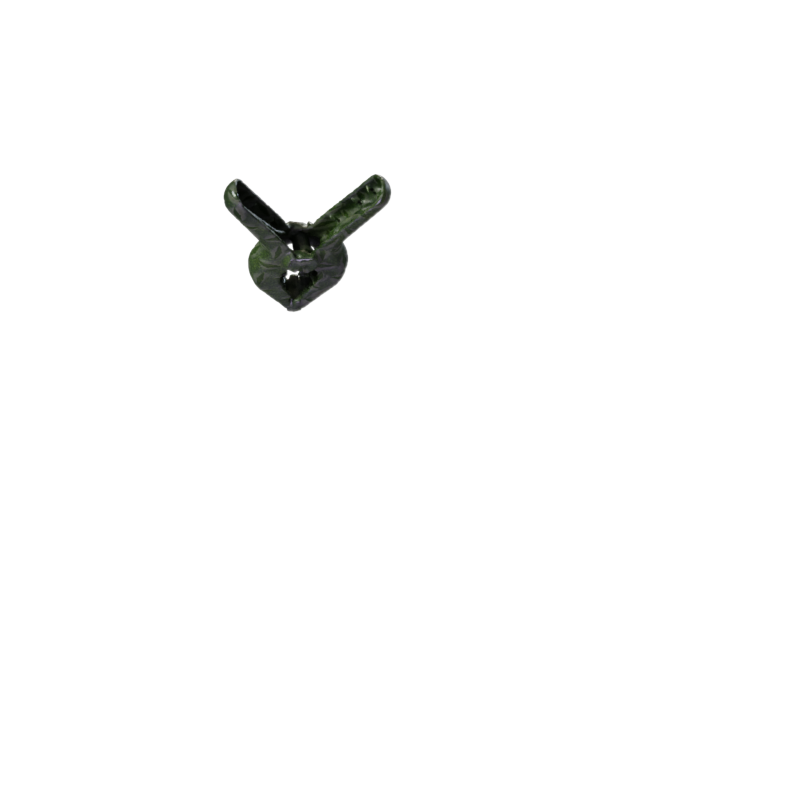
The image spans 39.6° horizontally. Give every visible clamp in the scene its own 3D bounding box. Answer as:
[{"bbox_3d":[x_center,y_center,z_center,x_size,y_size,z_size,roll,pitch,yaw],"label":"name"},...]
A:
[{"bbox_3d":[-0.067,-0.122,0.856,0.120,0.041,0.162,-1,-23,1],"label":"clamp"}]
